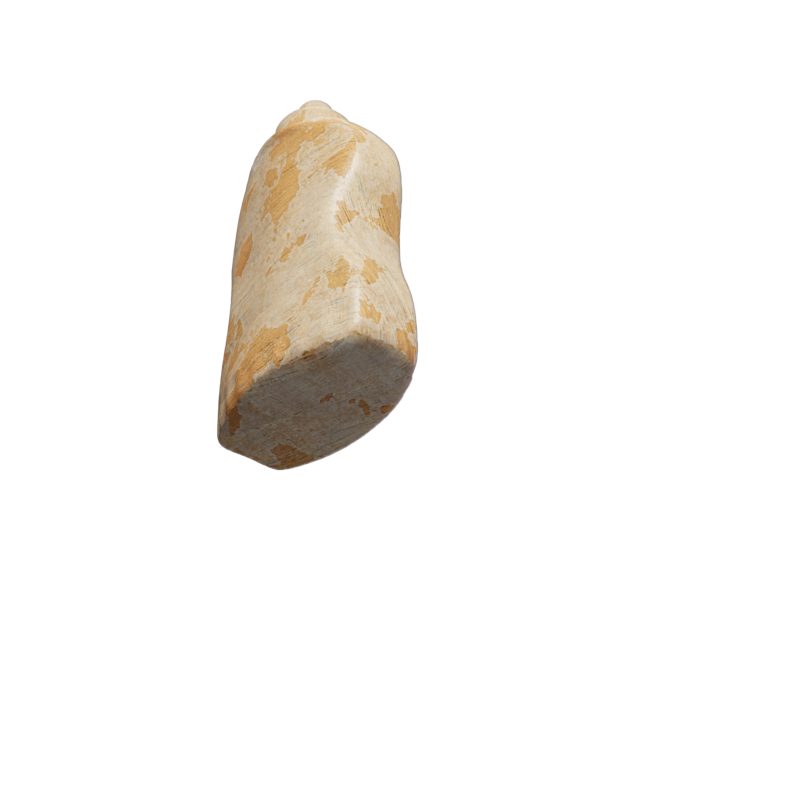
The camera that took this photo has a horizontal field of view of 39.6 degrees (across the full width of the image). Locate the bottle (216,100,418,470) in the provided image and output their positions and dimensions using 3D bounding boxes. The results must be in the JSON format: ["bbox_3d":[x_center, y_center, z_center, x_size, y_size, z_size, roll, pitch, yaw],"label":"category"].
[{"bbox_3d":[-0.039,-0.071,0.500,0.055,0.206,0.094,26,-50,-29],"label":"bottle"}]
